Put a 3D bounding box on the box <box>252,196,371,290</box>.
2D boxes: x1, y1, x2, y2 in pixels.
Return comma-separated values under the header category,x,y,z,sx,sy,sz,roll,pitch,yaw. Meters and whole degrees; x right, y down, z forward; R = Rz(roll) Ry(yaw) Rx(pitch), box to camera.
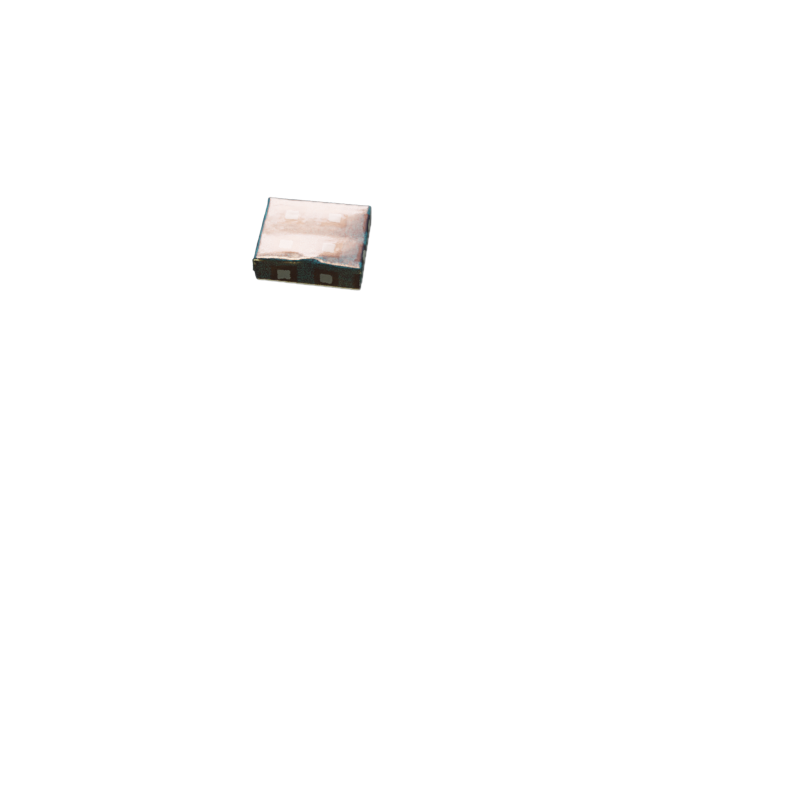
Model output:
category,x,y,z,sx,sy,sz,roll,pitch,yaw
box,-0.071,-0.130,0.909,0.090,0.078,0.028,6,-40,5
